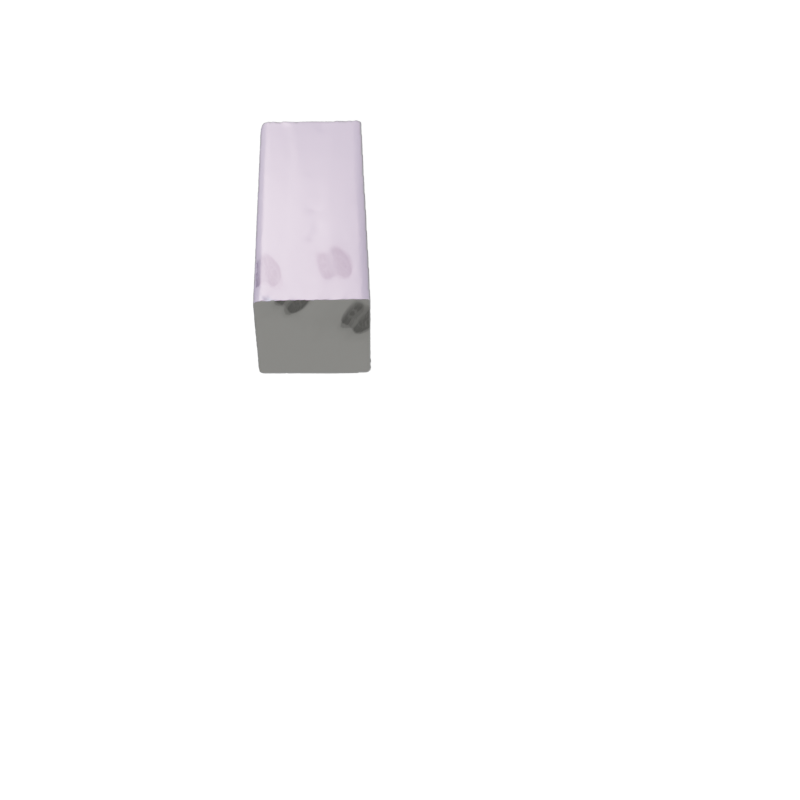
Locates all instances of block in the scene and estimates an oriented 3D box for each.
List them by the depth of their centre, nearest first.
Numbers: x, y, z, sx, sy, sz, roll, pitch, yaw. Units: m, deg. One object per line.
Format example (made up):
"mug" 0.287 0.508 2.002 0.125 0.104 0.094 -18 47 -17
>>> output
"block" -0.072 -0.131 0.916 0.090 0.221 0.084 -2 -40 -2
